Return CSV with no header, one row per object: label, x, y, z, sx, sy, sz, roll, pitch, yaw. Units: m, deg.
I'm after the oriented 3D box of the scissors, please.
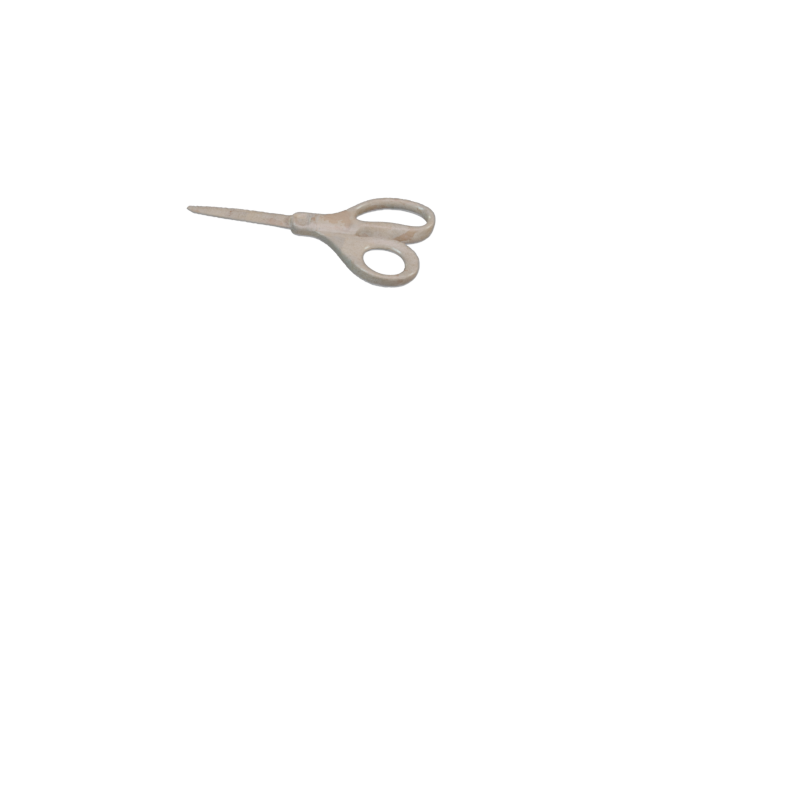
scissors,-0.070,-0.127,0.890,0.201,0.103,0.015,-5,-38,-4
